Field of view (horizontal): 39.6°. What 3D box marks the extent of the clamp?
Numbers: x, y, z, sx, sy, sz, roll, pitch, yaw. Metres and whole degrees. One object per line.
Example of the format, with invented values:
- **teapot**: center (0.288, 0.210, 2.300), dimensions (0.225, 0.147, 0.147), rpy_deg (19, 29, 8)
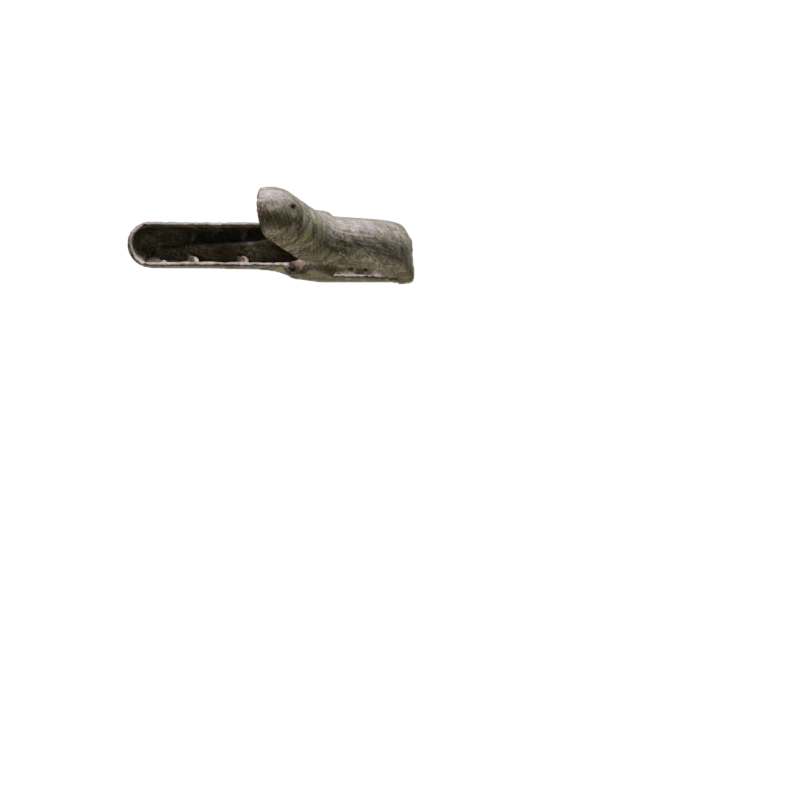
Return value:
- **clamp**: center (-0.047, -0.086, 0.601), dimensions (0.165, 0.039, 0.124), rpy_deg (-2, 3, -37)
